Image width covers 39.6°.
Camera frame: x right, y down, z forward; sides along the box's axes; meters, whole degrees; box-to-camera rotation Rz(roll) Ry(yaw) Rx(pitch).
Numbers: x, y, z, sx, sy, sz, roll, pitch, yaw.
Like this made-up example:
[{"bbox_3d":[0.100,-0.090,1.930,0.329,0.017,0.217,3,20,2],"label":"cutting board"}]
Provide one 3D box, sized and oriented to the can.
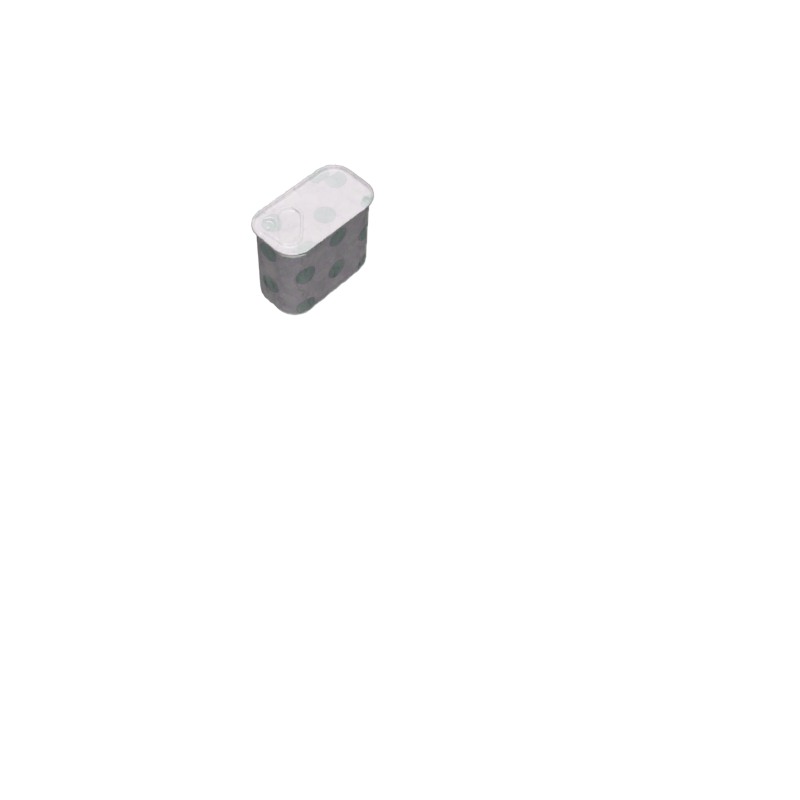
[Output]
[{"bbox_3d":[-0.071,-0.130,0.909,0.061,0.078,0.103,38,61,22],"label":"can"}]
